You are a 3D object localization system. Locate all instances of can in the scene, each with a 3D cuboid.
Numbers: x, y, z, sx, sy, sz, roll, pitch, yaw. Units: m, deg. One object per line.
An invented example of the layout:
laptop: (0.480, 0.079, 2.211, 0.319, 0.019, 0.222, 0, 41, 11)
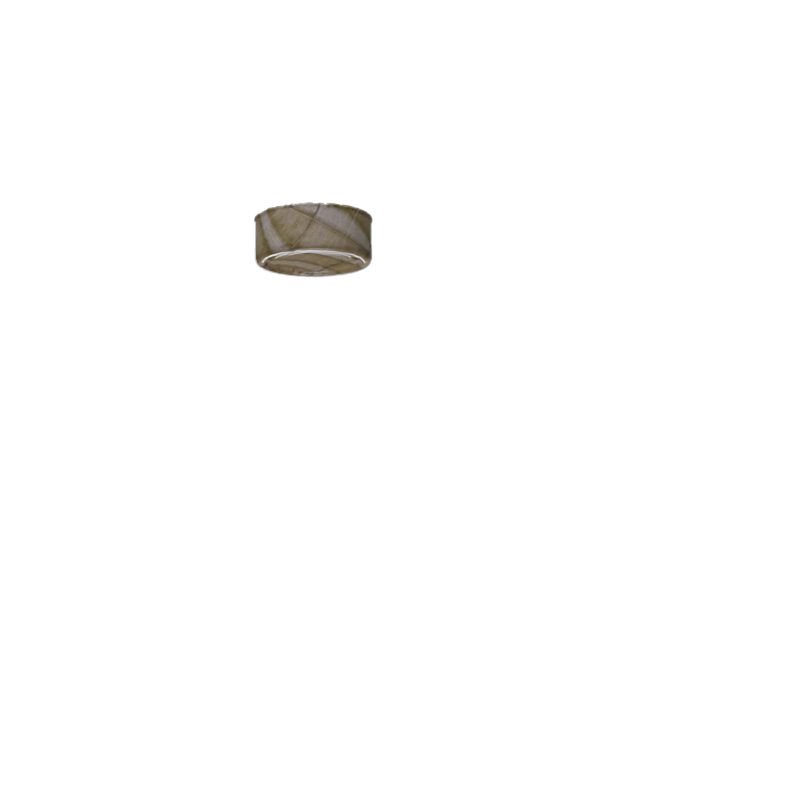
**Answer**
can: (-0.063, -0.114, 0.799, 0.086, 0.035, 0.084, 0, -9, -2)
